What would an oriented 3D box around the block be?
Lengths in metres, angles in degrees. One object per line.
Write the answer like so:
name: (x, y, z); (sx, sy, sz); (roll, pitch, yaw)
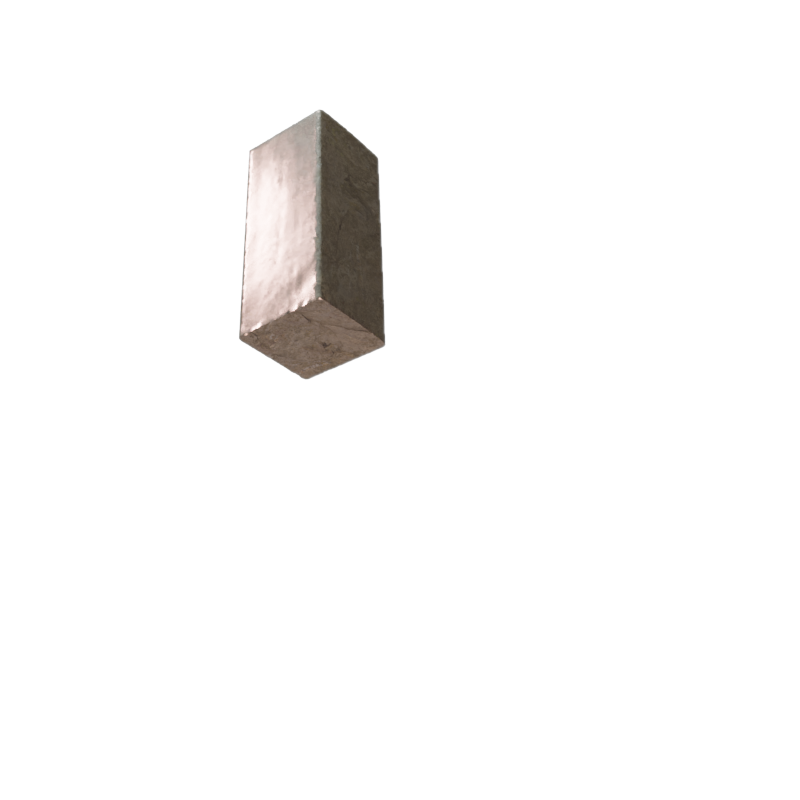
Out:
block: (-0.075, -0.138, 0.968); (0.091, 0.221, 0.084); (-25, -41, 29)
